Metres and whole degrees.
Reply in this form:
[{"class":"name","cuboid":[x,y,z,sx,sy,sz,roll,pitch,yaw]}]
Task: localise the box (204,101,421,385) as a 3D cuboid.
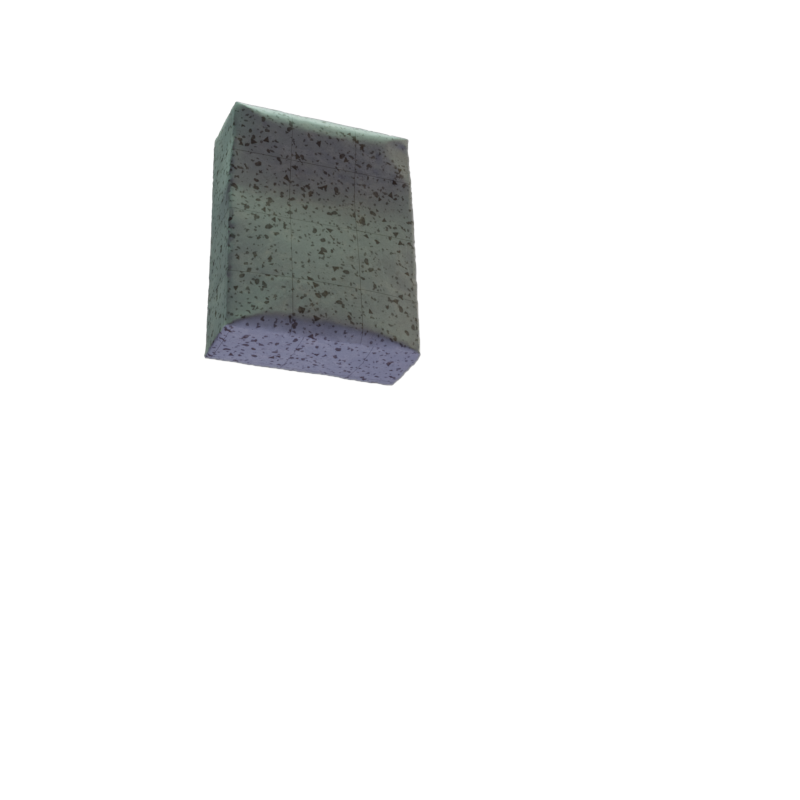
[{"class":"box","cuboid":[-0.072,-0.131,0.916,0.159,0.227,0.070,9,-30,-19]}]
